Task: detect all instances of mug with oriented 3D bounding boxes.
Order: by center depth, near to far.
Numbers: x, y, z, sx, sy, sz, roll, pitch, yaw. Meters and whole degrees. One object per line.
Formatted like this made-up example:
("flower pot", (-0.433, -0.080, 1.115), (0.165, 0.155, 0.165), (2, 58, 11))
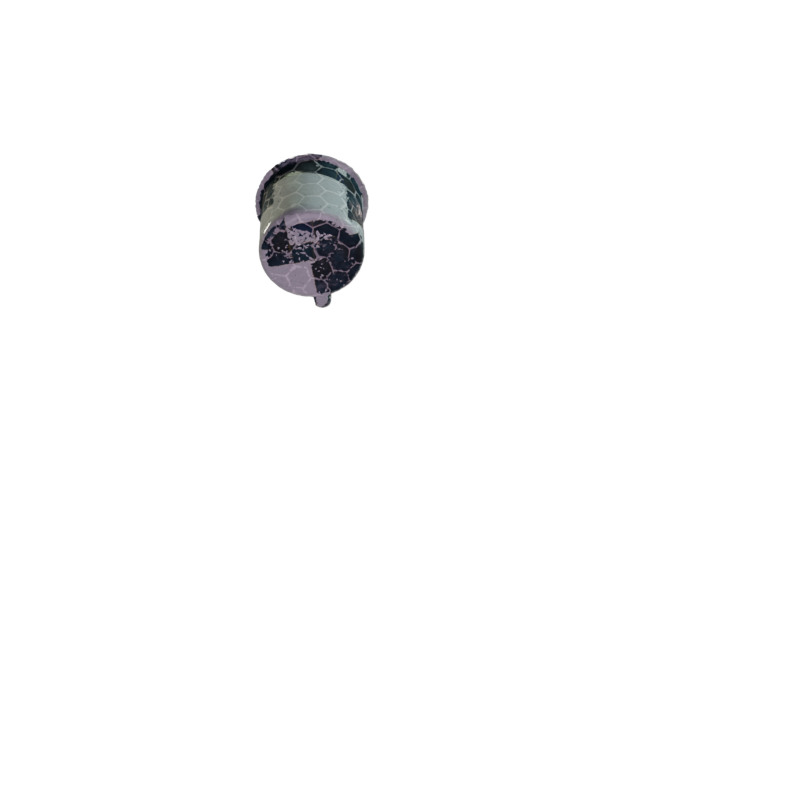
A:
("mug", (-0.069, -0.126, 0.883), (0.093, 0.109, 0.087), (-4, 35, 1))
